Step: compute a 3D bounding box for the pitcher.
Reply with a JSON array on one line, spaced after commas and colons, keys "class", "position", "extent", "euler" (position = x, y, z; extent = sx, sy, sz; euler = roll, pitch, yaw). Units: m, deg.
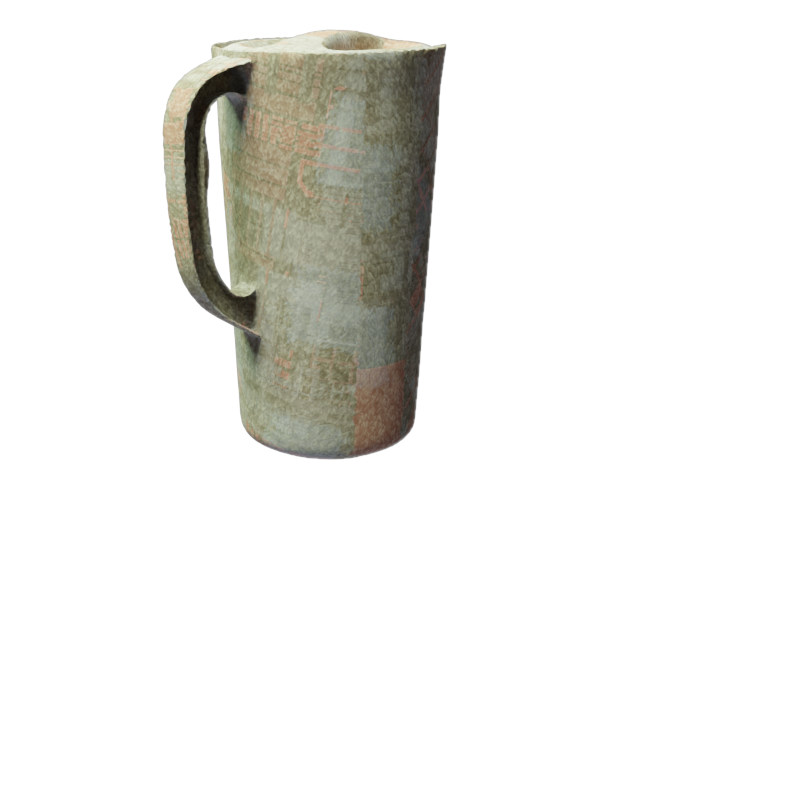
[{"class": "pitcher", "position": [-0.051, -0.093, 0.651], "extent": [0.150, 0.235, 0.149], "euler": [2, 16, 3]}]
